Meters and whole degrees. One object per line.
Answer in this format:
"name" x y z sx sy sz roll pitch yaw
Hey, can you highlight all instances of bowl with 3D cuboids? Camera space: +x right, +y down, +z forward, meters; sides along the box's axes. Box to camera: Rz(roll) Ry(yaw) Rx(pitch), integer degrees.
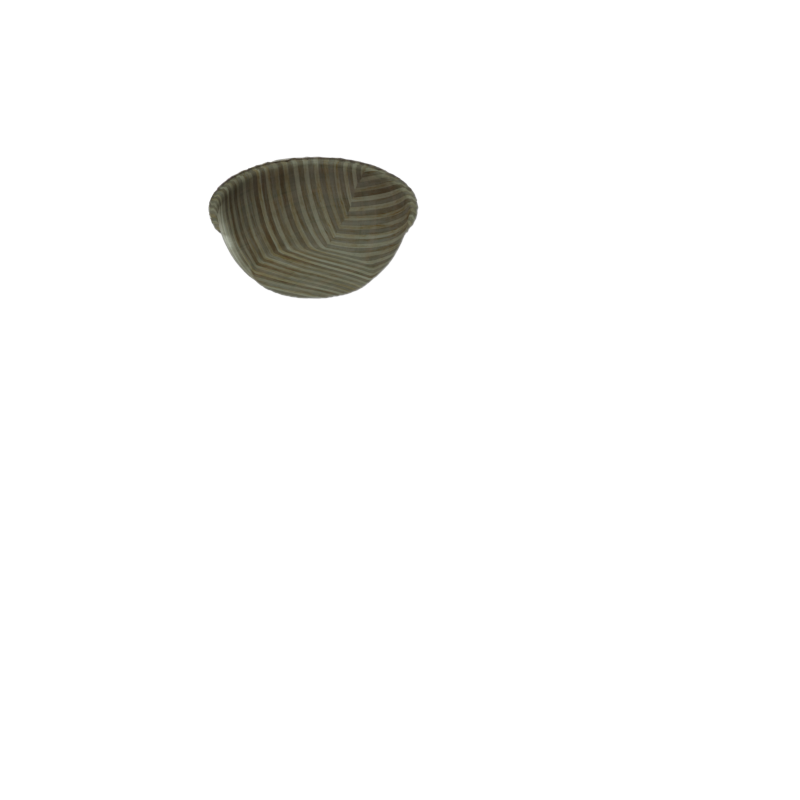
"bowl" -0.066 -0.120 0.841 0.162 0.058 0.154 1 -21 -2
